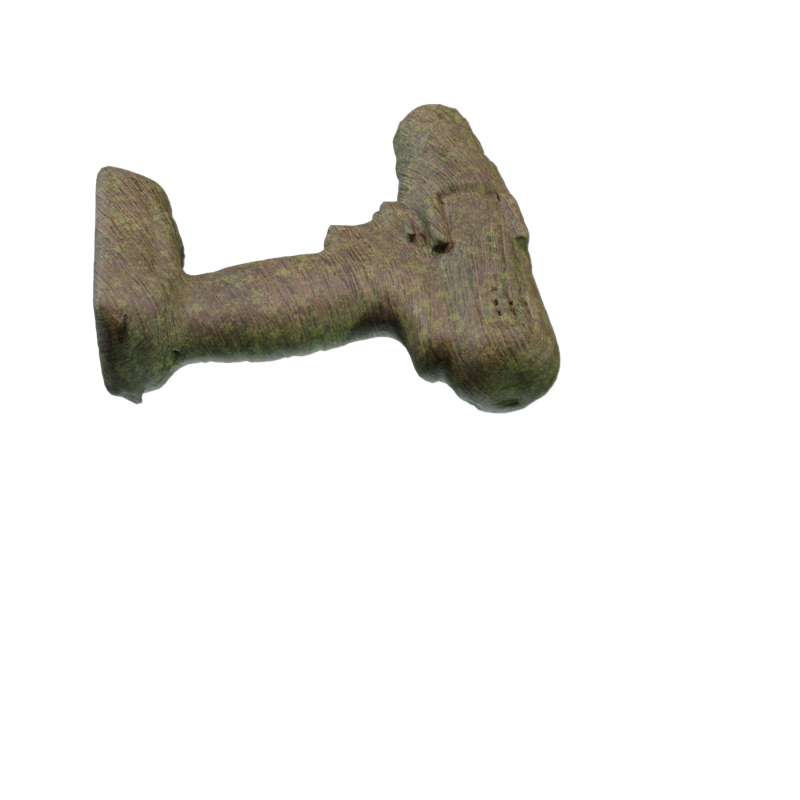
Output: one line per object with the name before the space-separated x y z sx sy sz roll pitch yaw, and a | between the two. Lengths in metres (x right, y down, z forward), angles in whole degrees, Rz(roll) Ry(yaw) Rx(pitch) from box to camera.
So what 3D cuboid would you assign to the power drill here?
power drill | -0.038 -0.070 0.487 0.186 0.053 0.199 -5 44 -6
